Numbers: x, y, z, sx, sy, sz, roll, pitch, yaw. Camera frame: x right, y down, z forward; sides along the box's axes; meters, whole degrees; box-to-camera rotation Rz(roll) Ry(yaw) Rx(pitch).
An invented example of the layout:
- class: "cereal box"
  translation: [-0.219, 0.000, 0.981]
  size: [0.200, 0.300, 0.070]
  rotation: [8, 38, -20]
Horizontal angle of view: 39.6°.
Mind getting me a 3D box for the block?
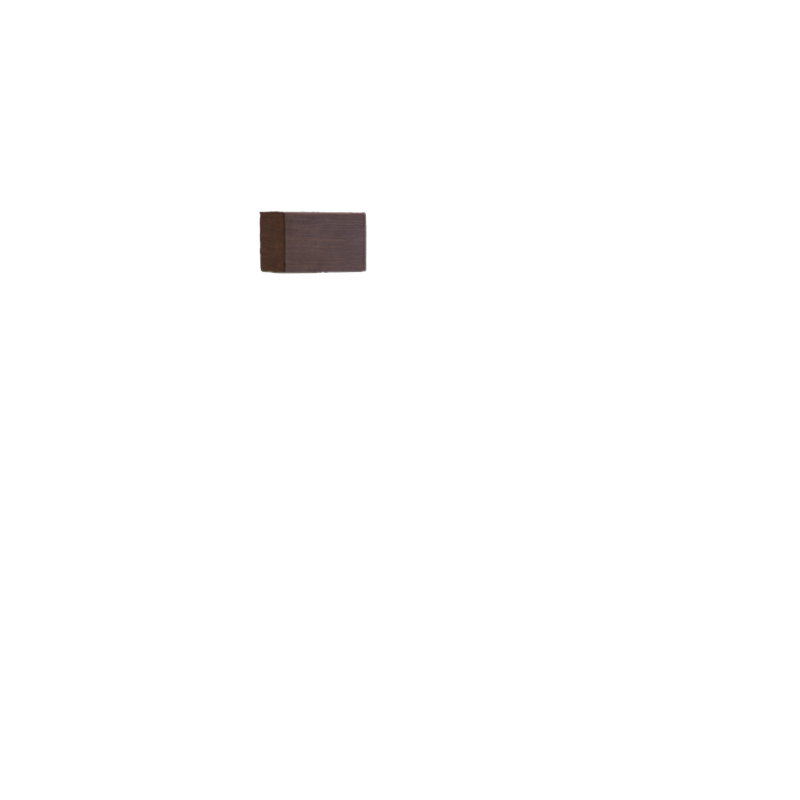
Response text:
- class: "block"
  translation: [-0.073, -0.132, 0.928]
  size: [0.076, 0.051, 0.055]
  rotation: [-3, 6, -27]
